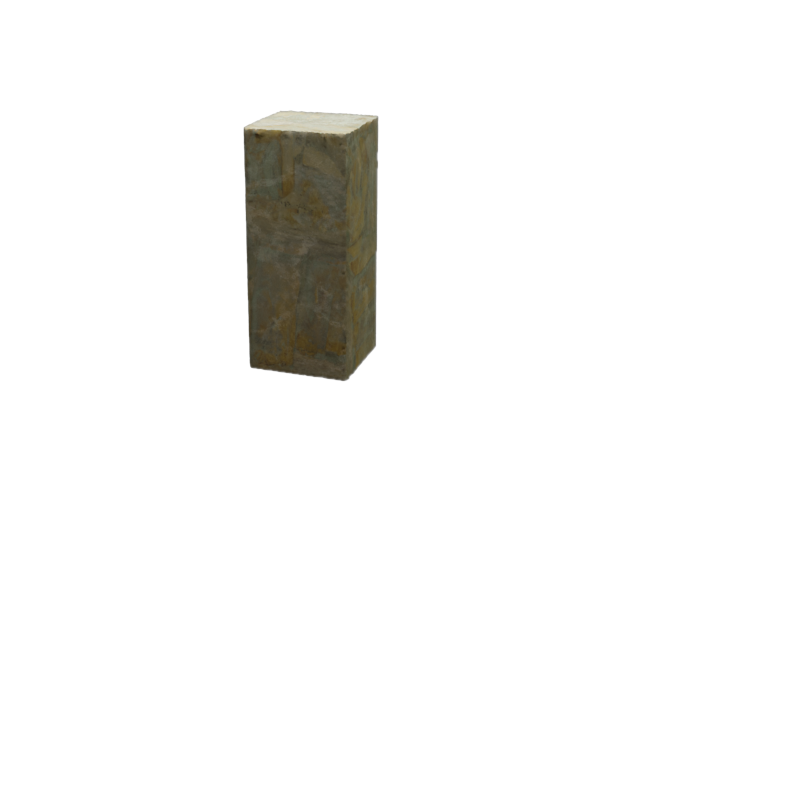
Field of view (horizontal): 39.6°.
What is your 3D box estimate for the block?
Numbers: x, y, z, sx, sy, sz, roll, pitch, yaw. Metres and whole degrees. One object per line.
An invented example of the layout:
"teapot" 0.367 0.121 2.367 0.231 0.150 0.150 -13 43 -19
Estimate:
"block" -0.073 -0.133 0.932 0.093 0.198 0.091 7 19 16
